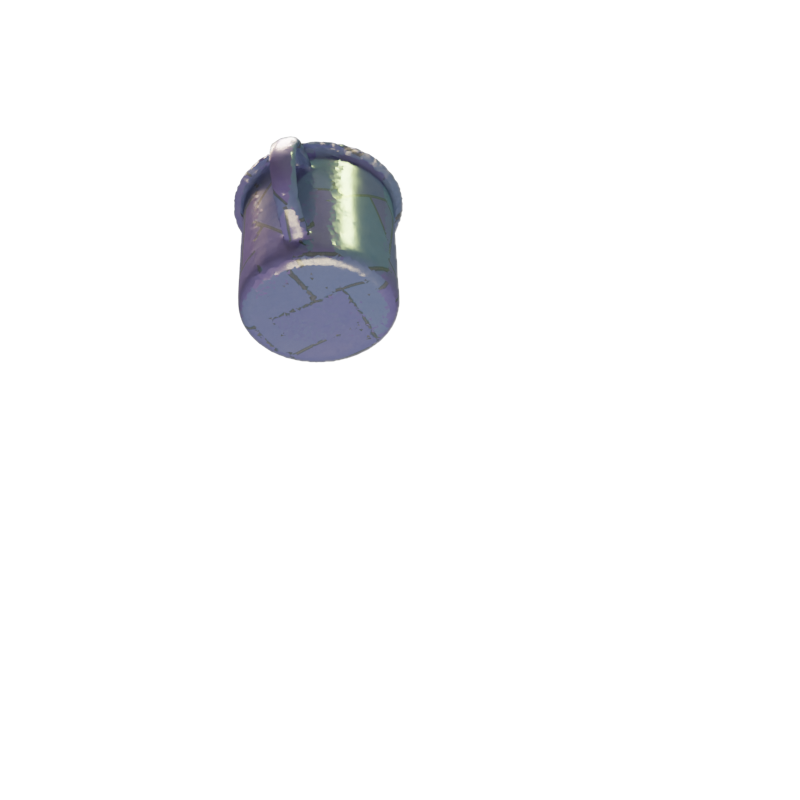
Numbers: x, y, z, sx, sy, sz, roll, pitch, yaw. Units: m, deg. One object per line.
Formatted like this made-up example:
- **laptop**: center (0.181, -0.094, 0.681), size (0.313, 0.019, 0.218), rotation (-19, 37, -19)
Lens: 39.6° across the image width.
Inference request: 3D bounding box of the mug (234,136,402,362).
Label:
- **mug**: center (-0.045, -0.082, 0.574), size (0.094, 0.088, 0.108), rotation (-8, -43, 7)
